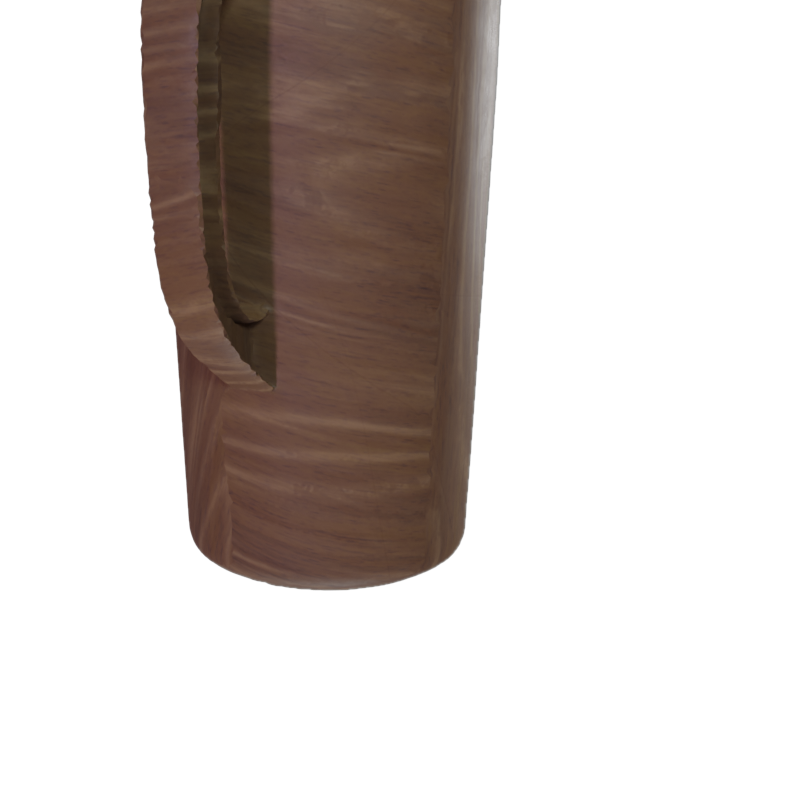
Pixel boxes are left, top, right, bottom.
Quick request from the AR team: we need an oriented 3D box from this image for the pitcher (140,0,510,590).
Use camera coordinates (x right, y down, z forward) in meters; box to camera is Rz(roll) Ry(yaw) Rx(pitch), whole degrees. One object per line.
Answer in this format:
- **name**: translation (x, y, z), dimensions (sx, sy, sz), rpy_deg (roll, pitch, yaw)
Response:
- **pitcher**: translation (-0.033, -0.059, 0.415), dimensions (0.146, 0.240, 0.151), rpy_deg (-2, 8, -21)
